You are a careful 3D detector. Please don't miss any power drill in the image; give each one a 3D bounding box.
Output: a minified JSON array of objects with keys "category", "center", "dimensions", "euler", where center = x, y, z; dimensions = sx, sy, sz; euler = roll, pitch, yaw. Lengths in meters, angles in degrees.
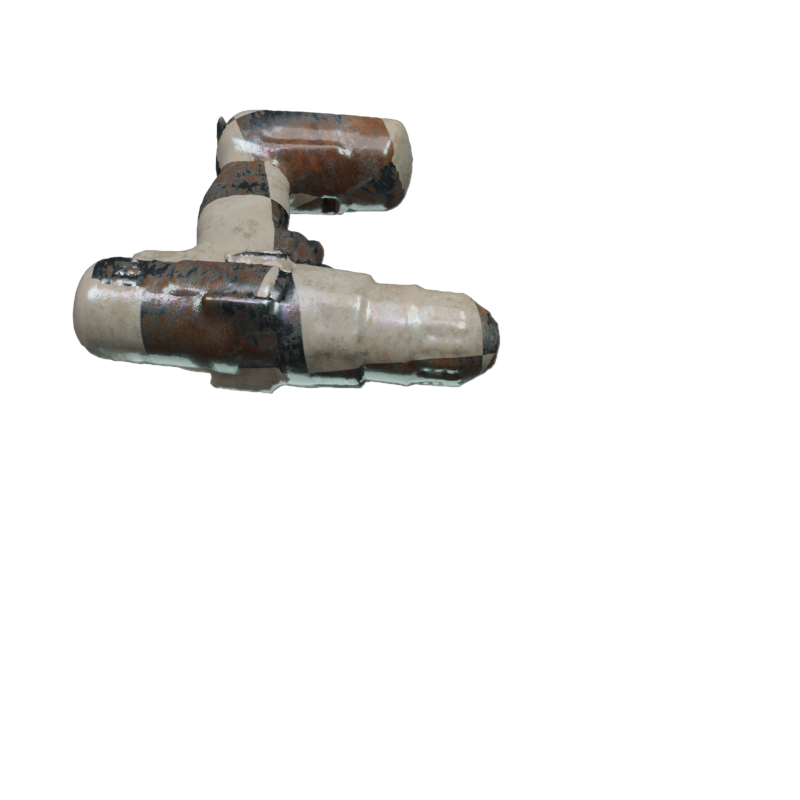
[{"category":"power drill","center":[-0.042,-0.076,0.532],"dimensions":[0.187,0.054,0.198],"euler":[6,36,7]}]
